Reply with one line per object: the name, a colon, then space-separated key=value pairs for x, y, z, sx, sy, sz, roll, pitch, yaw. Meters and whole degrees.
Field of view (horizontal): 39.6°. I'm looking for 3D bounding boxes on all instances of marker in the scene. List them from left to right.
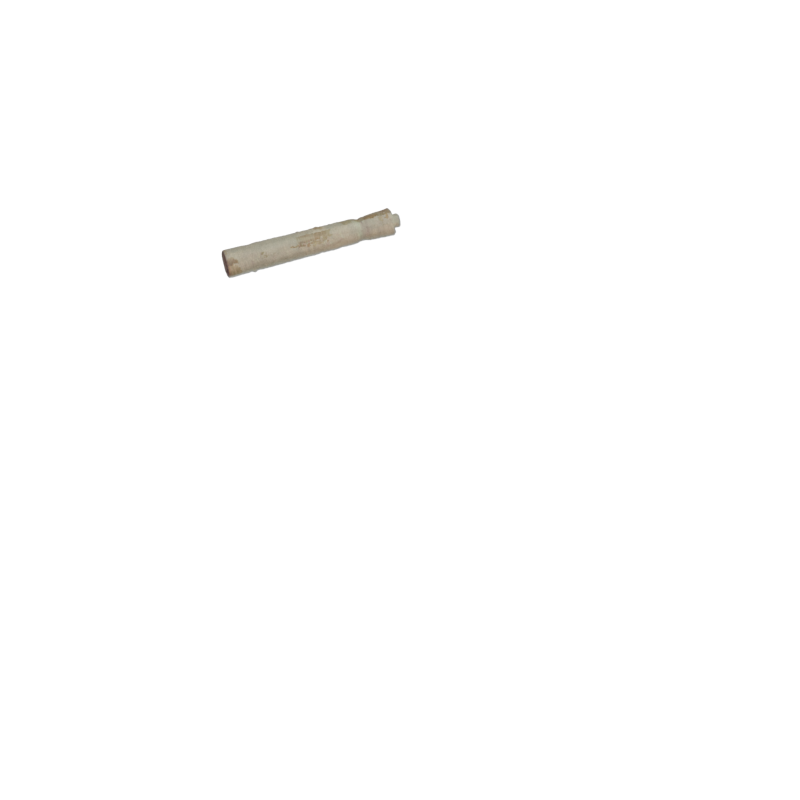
marker: x=-0.057 y=-0.104 z=0.731 sx=0.120 sy=0.019 sz=0.020 roll=-16 pitch=8 yaw=-12
